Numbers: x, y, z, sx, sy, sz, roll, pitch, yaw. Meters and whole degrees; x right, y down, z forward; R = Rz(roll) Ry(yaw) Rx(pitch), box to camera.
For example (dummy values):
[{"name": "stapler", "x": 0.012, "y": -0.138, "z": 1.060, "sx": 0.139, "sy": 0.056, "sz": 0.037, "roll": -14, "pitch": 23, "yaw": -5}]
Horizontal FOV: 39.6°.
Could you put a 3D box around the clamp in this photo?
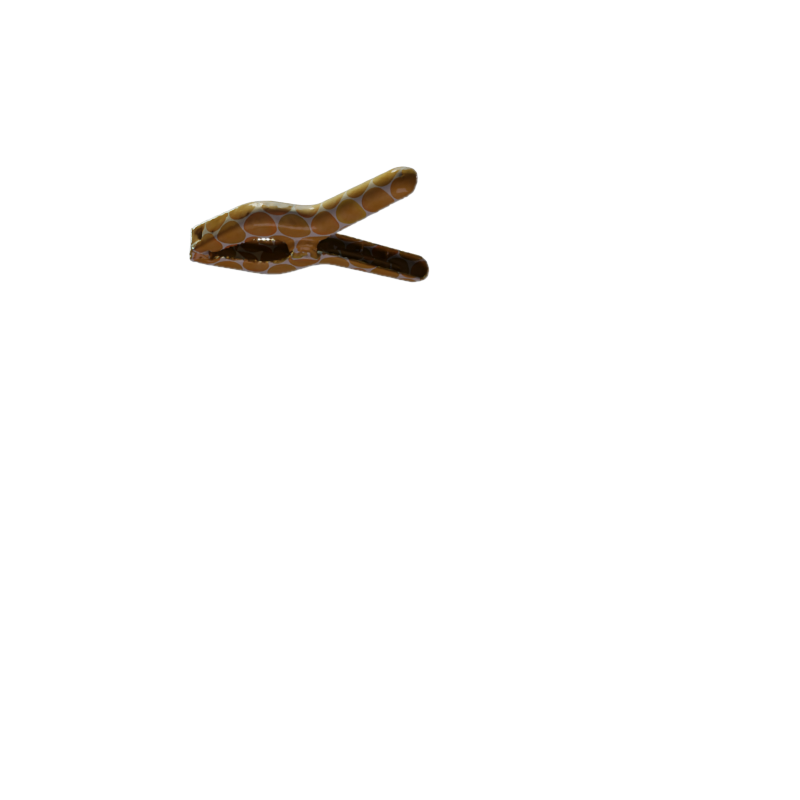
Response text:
[{"name": "clamp", "x": -0.075, "y": -0.136, "z": 0.954, "sx": 0.212, "sy": 0.039, "sz": 0.153, "roll": -6, "pitch": -26, "yaw": 12}]
